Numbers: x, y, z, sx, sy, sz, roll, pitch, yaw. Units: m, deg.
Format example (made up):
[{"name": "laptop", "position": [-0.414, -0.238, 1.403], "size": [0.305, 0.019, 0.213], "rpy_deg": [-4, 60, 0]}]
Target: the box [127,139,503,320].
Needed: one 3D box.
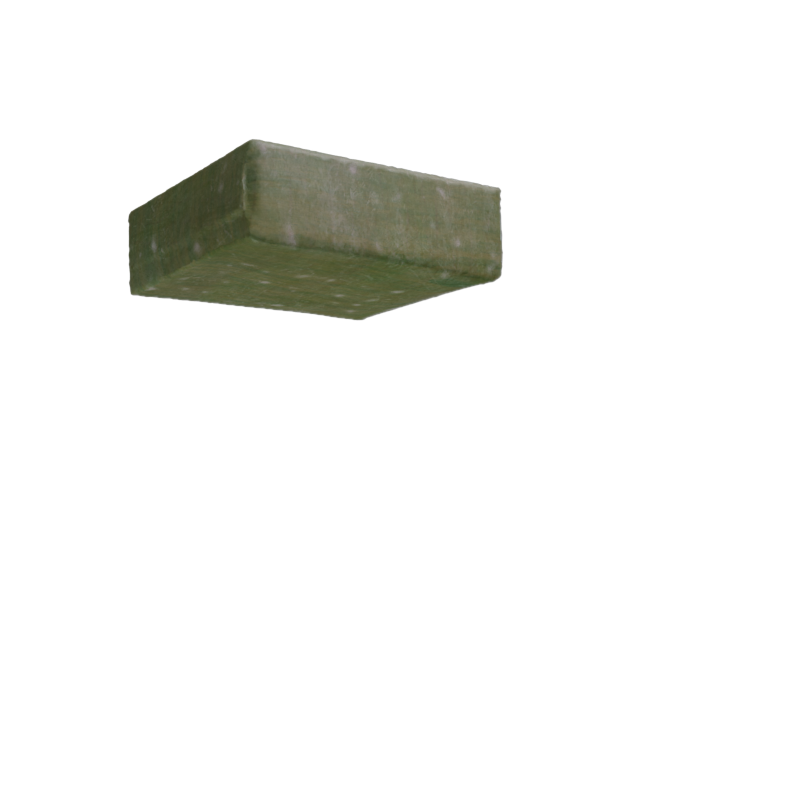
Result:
[{"name": "box", "position": [-0.032, -0.059, 0.411], "size": [0.108, 0.040, 0.091], "rpy_deg": [6, -11, -36]}]
